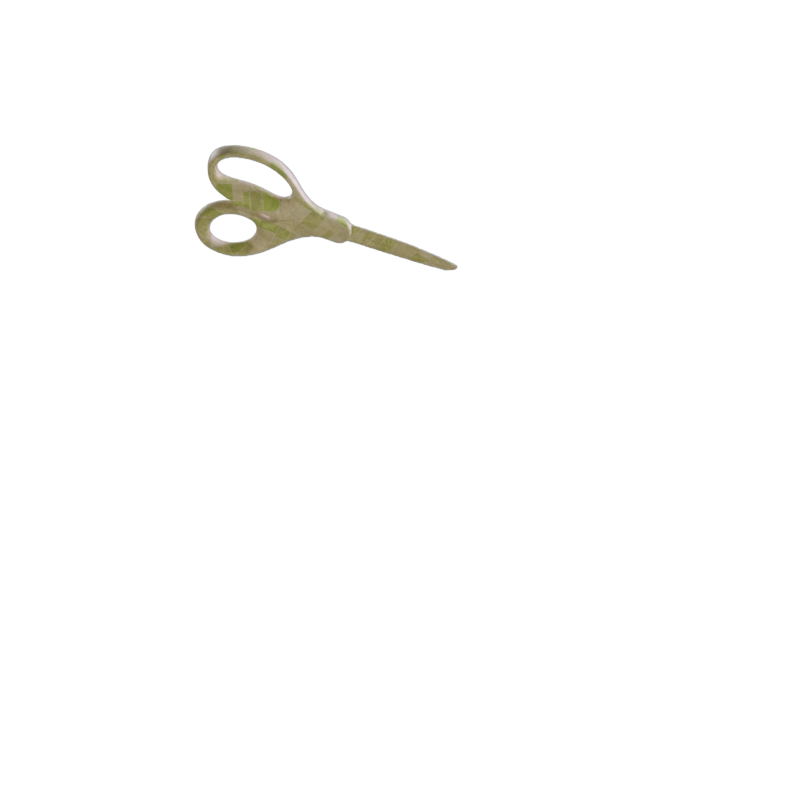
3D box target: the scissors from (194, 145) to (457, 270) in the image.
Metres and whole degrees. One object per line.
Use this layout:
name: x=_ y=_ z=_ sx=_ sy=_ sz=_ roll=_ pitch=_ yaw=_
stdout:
scissors: x=-0.064 y=-0.117 z=0.818 sx=0.192 sy=0.094 sz=0.017 roll=31 pitch=31 yaw=-21
